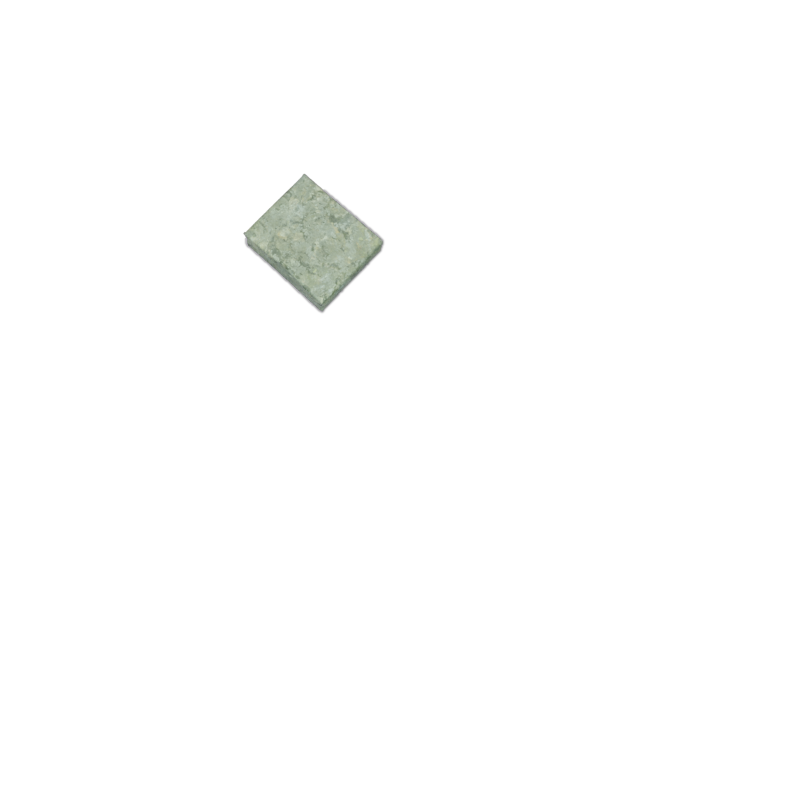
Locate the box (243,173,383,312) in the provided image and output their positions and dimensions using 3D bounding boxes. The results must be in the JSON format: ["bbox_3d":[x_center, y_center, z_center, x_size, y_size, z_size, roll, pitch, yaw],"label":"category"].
[{"bbox_3d":[-0.070,-0.128,0.897,0.092,0.074,0.029,42,-13,12],"label":"box"}]
